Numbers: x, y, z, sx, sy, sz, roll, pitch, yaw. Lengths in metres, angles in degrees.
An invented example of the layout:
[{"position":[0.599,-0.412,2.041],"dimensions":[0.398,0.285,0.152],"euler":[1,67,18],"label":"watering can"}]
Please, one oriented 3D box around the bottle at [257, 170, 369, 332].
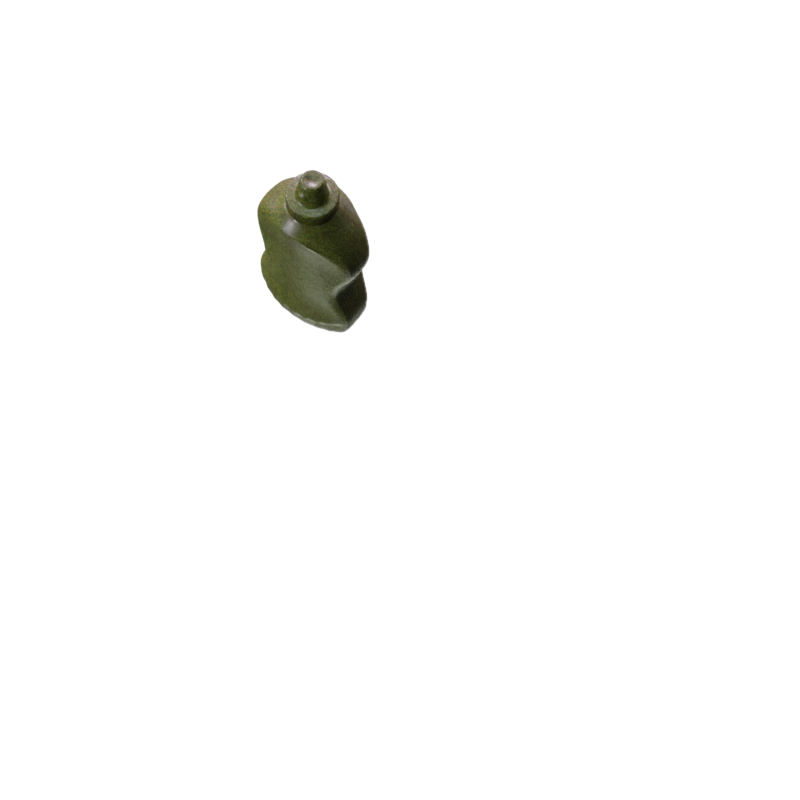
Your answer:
[{"position":[-0.070,-0.126,0.888],"dimensions":[0.100,0.059,0.182],"euler":[38,-20,12],"label":"bottle"}]
